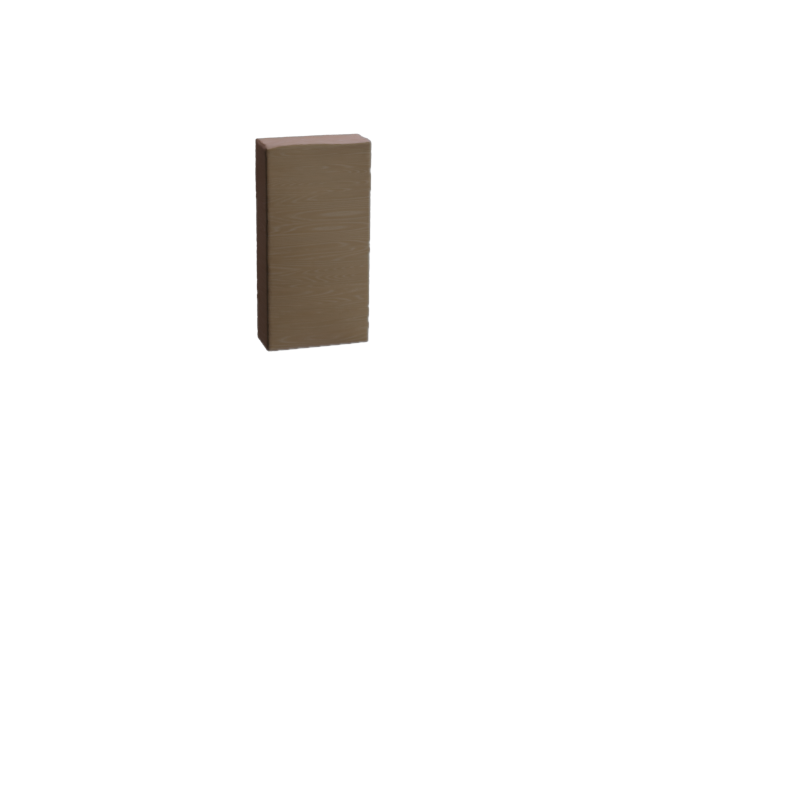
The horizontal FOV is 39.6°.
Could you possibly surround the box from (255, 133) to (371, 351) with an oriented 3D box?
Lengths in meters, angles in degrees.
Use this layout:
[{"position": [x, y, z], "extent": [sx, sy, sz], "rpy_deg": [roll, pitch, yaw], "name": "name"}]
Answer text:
[{"position": [-0.073, -0.133, 0.935], "extent": [0.092, 0.169, 0.051], "rpy_deg": [-5, 20, -17], "name": "box"}]
